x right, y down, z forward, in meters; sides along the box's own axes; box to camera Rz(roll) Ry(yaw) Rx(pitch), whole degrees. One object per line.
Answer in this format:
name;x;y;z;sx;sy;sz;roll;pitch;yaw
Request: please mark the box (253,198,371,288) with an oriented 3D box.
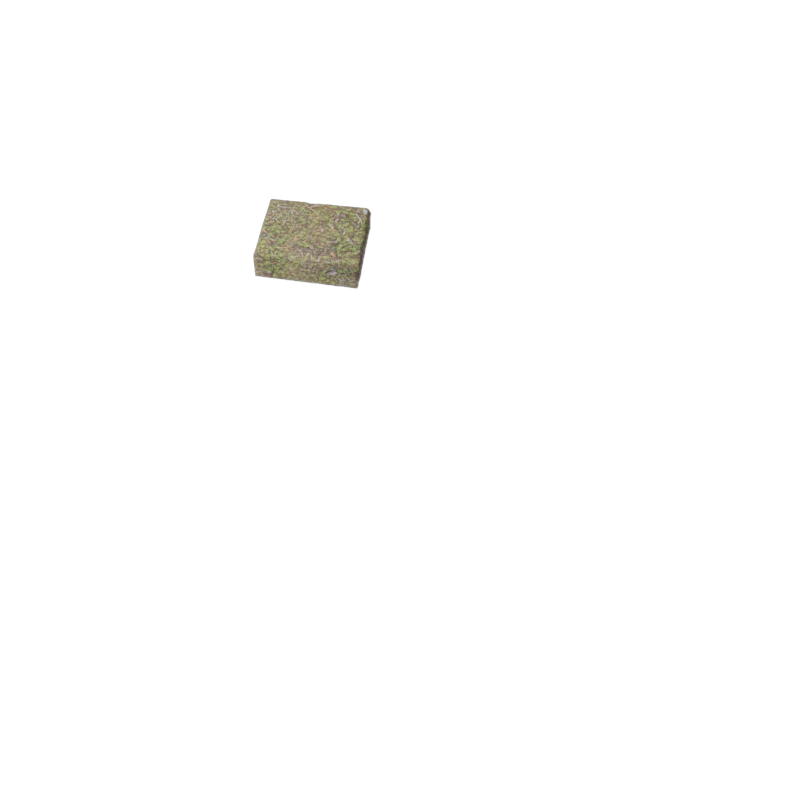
box;-0.073;-0.133;0.932;0.090;0.078;0.028;6;-44;5
